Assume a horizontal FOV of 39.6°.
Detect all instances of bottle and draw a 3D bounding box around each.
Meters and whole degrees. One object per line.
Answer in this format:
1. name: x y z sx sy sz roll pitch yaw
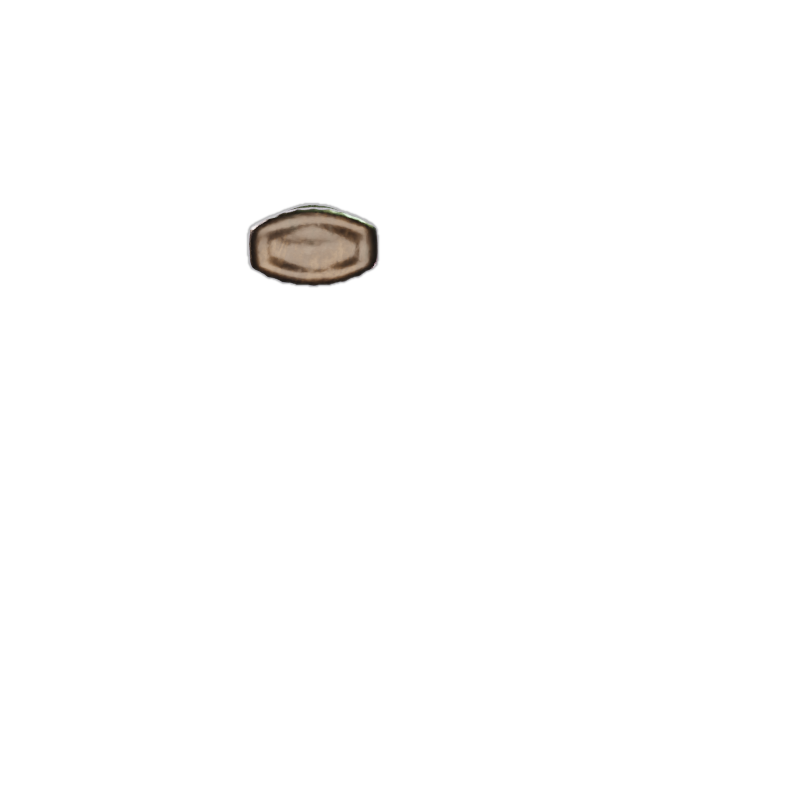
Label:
1. bottle: -0.071 -0.129 0.901 0.096 0.057 0.195 -3 10 -3
